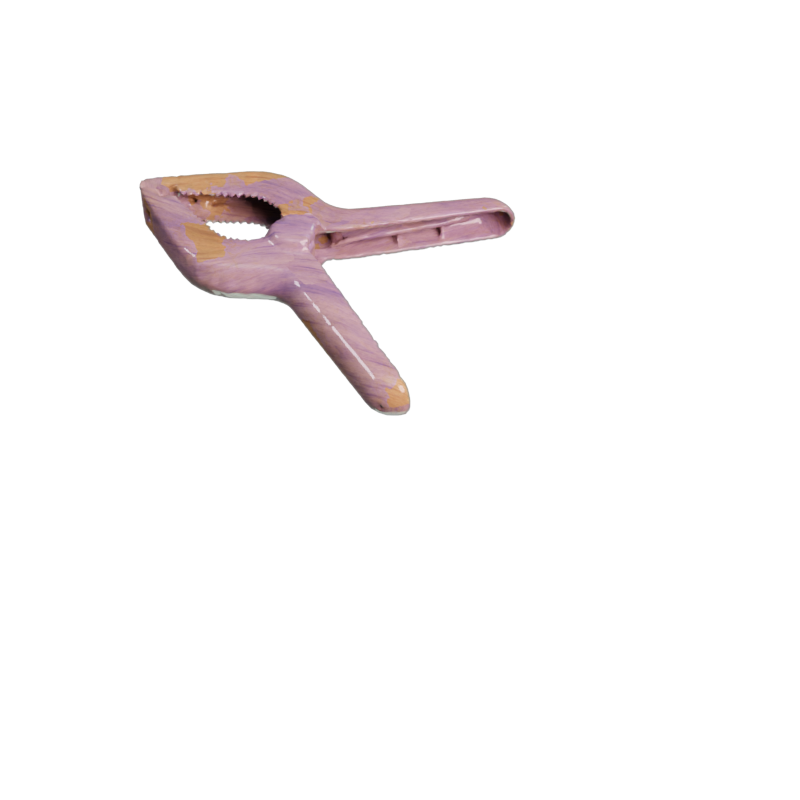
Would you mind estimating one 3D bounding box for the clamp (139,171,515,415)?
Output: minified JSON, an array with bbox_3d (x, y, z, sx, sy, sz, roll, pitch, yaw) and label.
[{"bbox_3d":[-0.049,-0.089,0.623,0.220,0.034,0.168,24,50,22],"label":"clamp"}]
